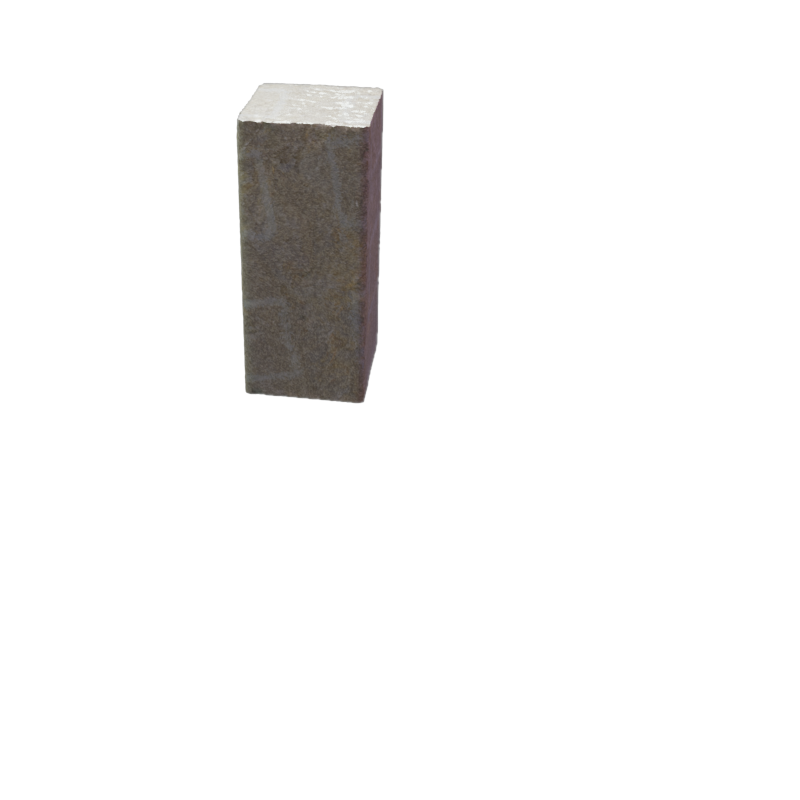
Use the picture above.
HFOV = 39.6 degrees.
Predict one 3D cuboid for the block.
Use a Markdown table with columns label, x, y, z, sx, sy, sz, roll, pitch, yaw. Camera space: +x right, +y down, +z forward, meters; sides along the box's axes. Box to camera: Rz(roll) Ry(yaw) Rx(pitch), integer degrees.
| label | x | y | z | sx | sy | sz | roll | pitch | yaw |
| --- | --- | --- | --- | --- | --- | --- | --- | --- | --- |
| block | -0.062 | -0.113 | 0.789 | 0.091 | 0.195 | 0.095 | 4 | 27 | 5 |
